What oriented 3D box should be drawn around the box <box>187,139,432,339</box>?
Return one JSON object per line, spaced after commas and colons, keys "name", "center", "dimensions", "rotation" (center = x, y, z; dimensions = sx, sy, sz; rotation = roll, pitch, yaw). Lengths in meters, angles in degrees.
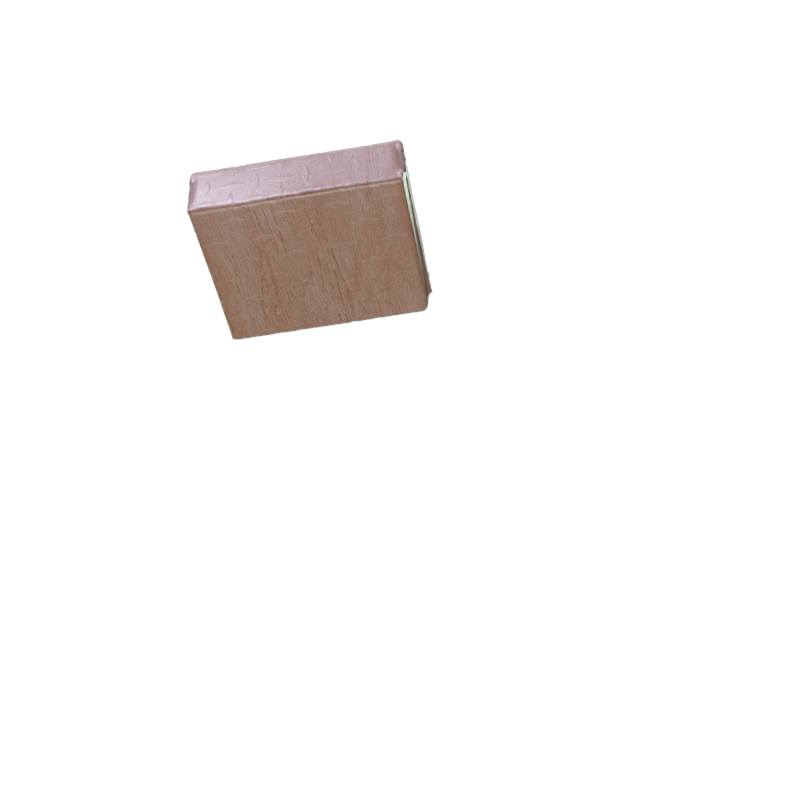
{"name": "box", "center": [-0.036, -0.066, 0.462], "dimensions": [0.090, 0.068, 0.032], "rotation": [-8, 43, 7]}
